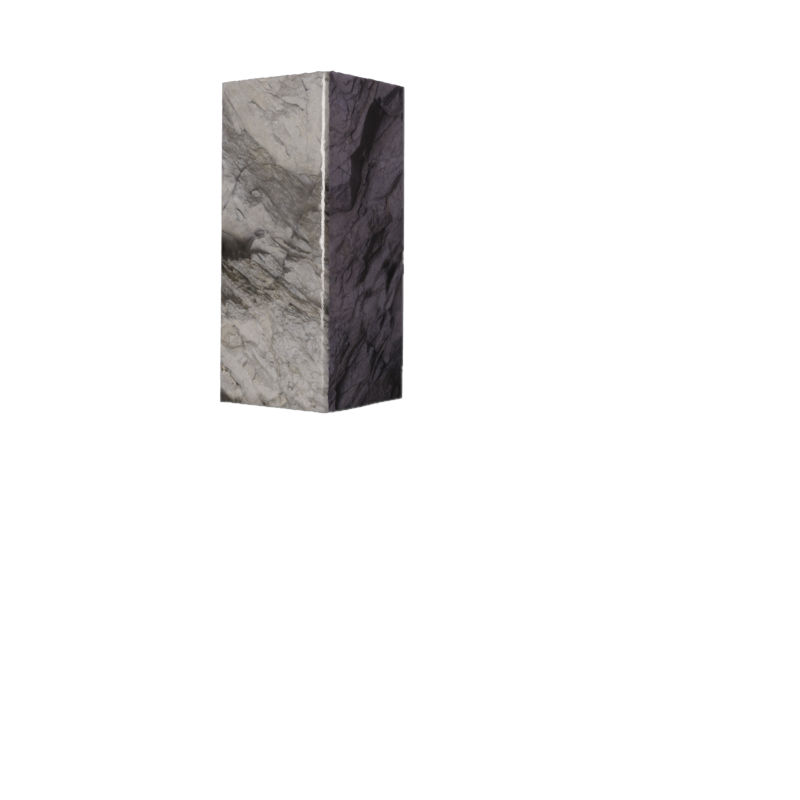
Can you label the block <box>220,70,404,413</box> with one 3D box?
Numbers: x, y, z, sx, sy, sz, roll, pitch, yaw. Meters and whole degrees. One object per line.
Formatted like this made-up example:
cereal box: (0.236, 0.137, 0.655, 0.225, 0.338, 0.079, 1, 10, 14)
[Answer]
block: (-0.056, -0.103, 0.722, 0.094, 0.206, 0.087, 1, 1, 35)
